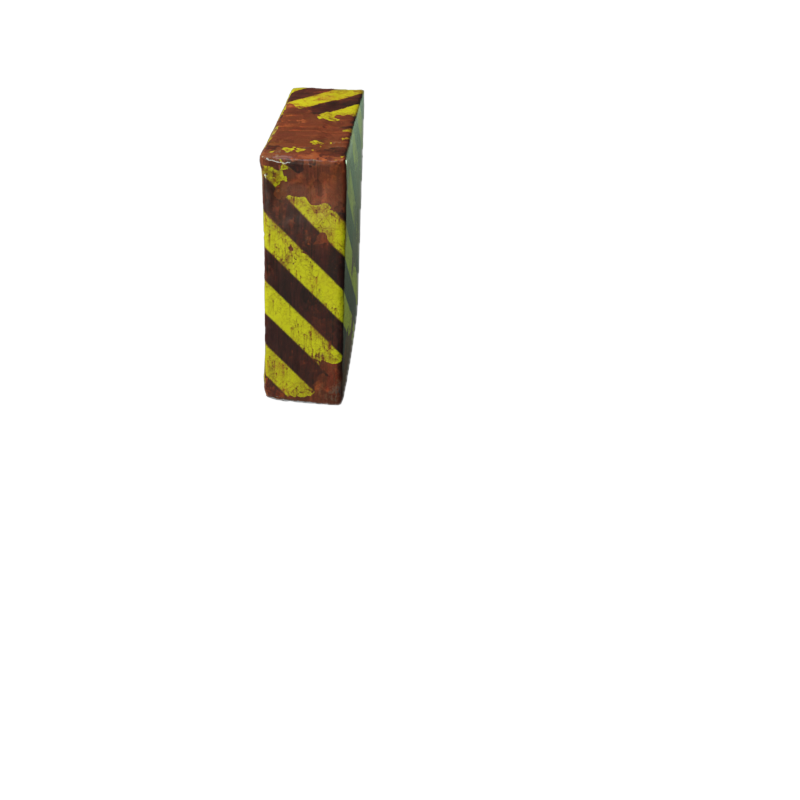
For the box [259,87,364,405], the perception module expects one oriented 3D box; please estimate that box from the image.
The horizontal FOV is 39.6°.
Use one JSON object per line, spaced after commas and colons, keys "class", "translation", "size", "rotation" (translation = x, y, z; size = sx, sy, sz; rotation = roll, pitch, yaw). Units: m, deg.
{"class": "box", "translation": [-0.071, -0.130, 0.911], "size": [0.072, 0.202, 0.173], "rotation": [3, 29, 2]}
